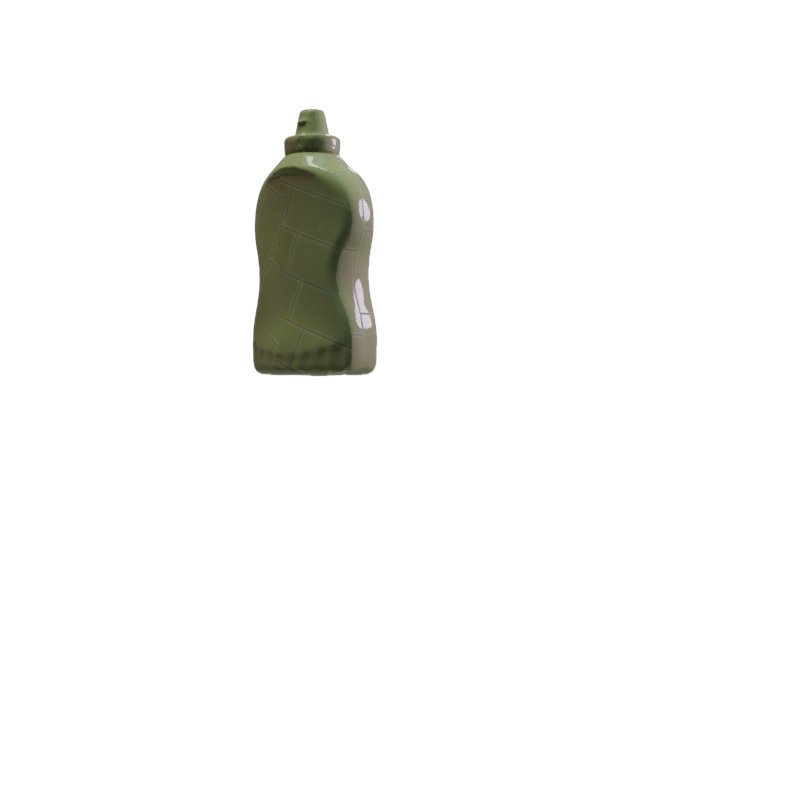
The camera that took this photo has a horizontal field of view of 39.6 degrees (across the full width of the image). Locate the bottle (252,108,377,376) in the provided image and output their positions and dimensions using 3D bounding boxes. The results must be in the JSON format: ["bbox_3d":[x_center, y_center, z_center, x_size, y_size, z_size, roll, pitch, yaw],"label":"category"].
[{"bbox_3d":[-0.063,-0.114,0.801,0.099,0.194,0.056,-4,-6,41],"label":"bottle"}]
